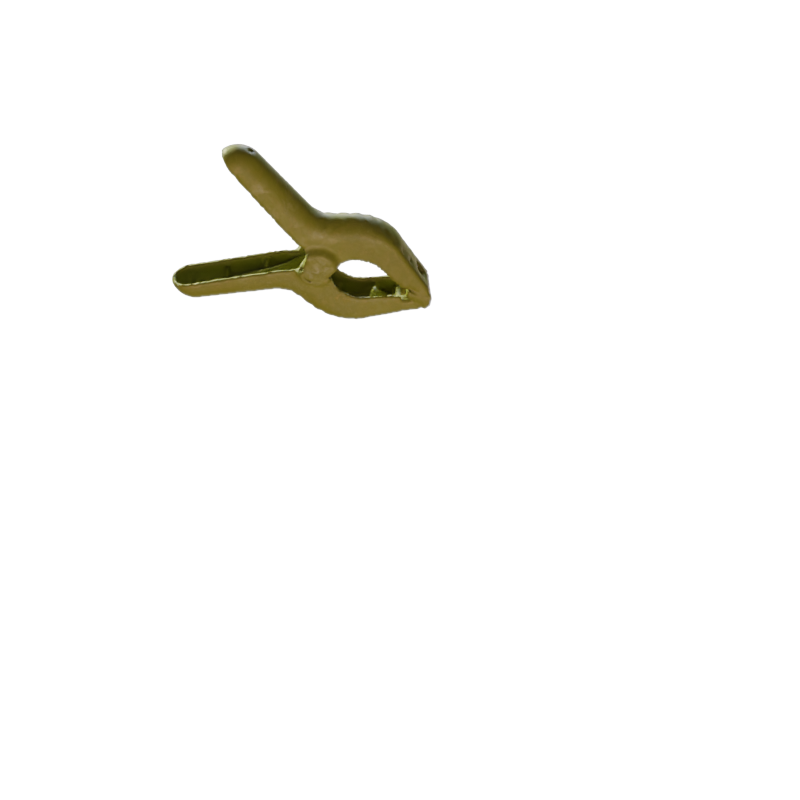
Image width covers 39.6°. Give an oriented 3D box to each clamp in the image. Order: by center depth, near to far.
[{"bbox_3d":[-0.057,-0.103,0.724,0.169,0.042,0.114,9,-44,-10],"label":"clamp"}]
